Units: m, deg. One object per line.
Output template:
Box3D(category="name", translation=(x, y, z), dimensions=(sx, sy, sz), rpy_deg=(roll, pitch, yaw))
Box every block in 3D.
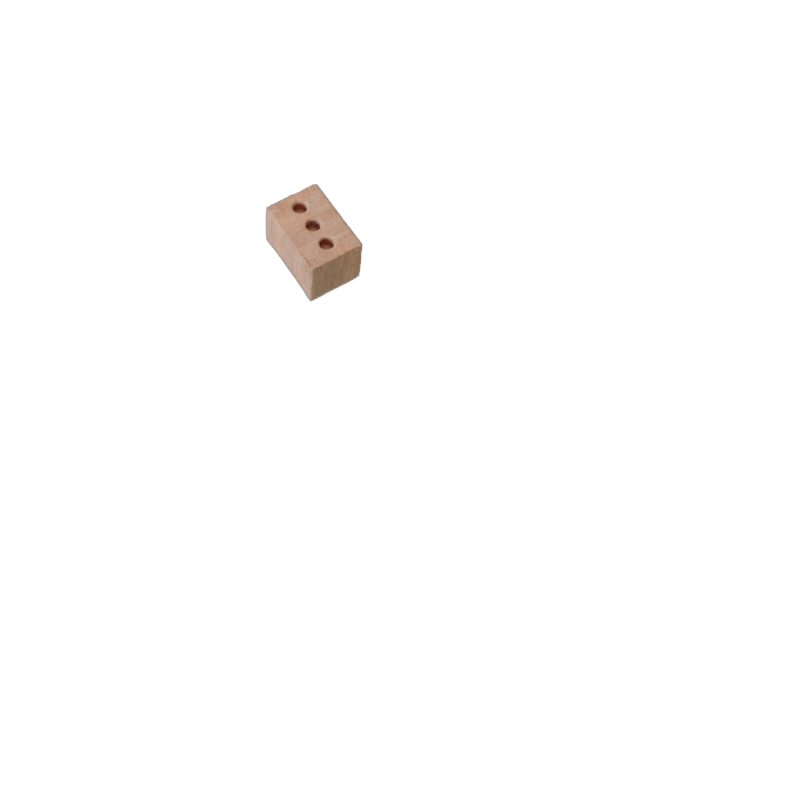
Box3D(category="block", translation=(-0.074, -0.136, 0.949), dimensions=(0.053, 0.083, 0.048), rpy_deg=(-28, -27, -17))
